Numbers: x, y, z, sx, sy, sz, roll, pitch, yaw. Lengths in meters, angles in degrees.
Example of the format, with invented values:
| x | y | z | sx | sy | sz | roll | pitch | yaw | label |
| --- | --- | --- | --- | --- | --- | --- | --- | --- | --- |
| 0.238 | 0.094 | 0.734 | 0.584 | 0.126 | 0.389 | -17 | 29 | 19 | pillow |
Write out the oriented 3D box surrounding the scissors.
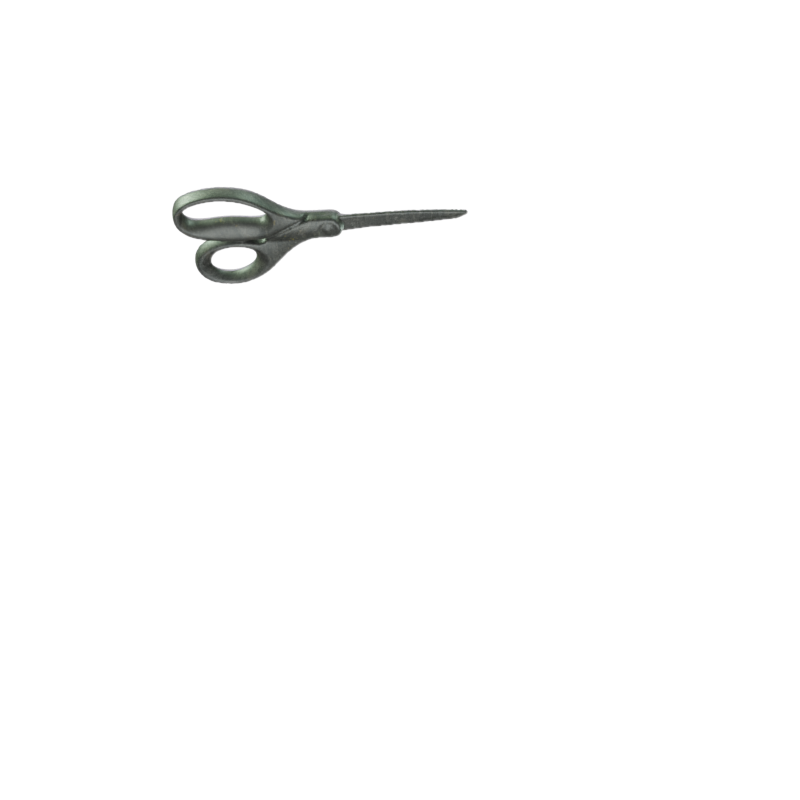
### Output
| x | y | z | sx | sy | sz | roll | pitch | yaw | label |
| --- | --- | --- | --- | --- | --- | --- | --- | --- | --- |
| -0.062 | -0.112 | 0.787 | 0.199 | 0.017 | 0.091 | 6 | -40 | -7 | scissors |
